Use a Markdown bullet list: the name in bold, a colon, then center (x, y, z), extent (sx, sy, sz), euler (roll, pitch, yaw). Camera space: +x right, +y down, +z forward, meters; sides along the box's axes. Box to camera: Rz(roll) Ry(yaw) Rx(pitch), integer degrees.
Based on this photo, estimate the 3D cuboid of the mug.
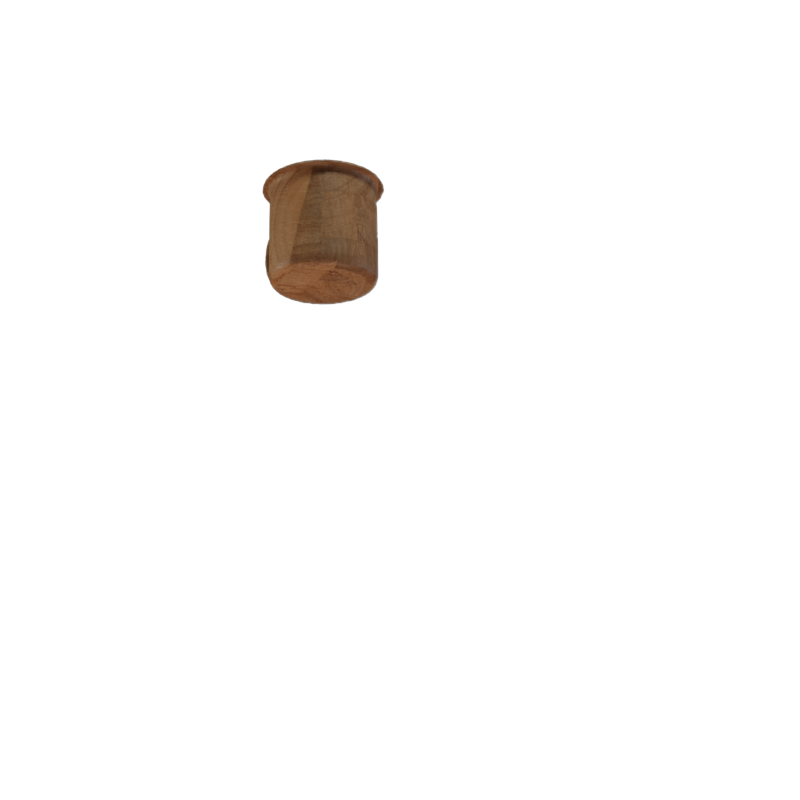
- **mug**: center (-0.066, -0.120, 0.844), extent (0.088, 0.086, 0.118), euler (18, -27, -39)
